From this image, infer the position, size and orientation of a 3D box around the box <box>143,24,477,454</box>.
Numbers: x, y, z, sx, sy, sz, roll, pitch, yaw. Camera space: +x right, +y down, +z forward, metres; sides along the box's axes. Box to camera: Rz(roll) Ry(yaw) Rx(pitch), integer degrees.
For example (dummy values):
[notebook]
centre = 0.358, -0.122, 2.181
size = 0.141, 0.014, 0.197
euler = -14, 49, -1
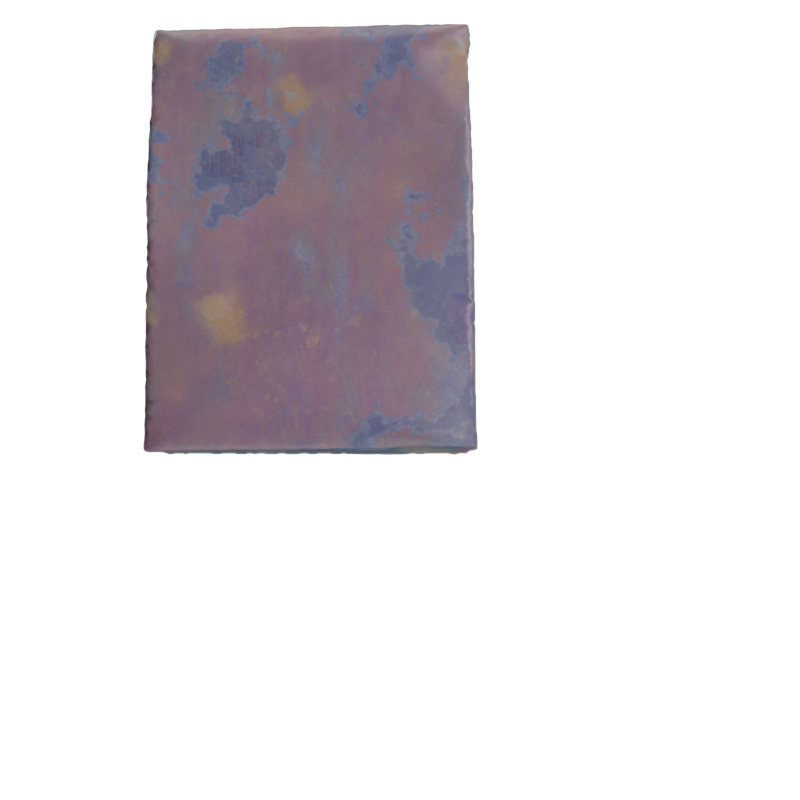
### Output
[box]
centre = -0.045, -0.081, 0.569
size = 0.165, 0.218, 0.070
euler = -1, -7, 3
